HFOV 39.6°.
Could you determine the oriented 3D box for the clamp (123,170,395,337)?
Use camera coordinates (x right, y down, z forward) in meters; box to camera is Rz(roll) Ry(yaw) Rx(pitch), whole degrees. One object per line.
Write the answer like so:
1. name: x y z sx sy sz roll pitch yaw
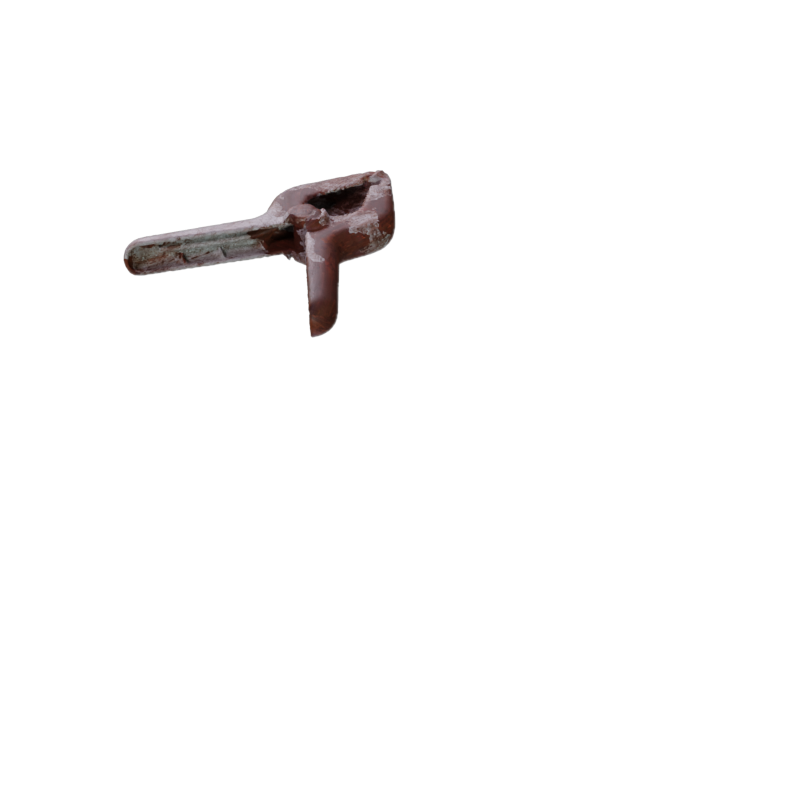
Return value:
1. clamp: -0.060 -0.109 0.760 0.175 0.034 0.210 24 39 33
